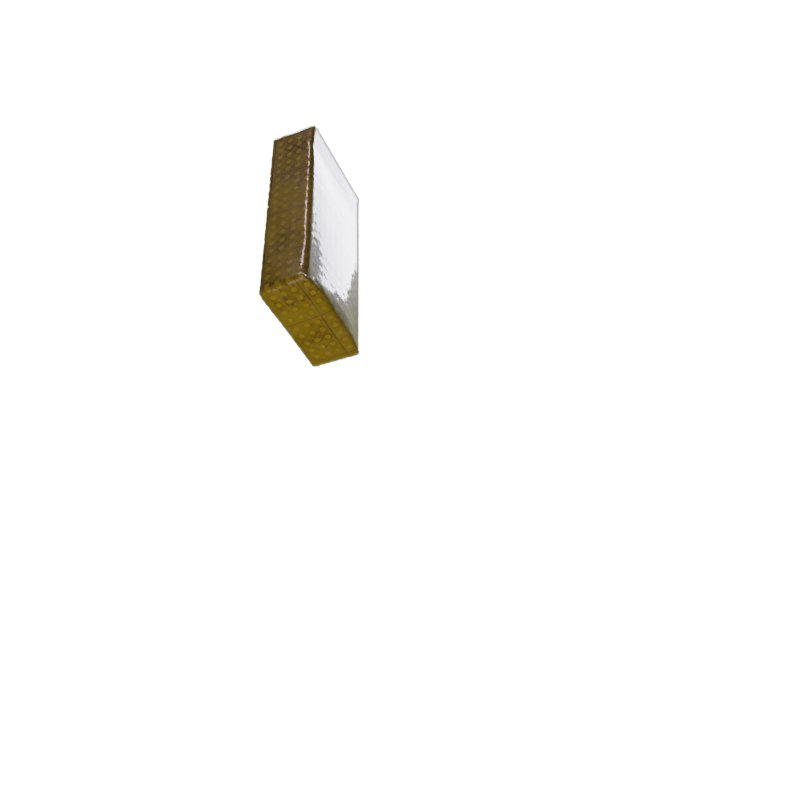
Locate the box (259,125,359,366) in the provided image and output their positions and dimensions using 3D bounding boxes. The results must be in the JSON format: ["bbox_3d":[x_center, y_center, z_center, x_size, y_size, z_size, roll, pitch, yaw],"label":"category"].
[{"bbox_3d":[-0.068,-0.124,0.872,0.048,0.189,0.086,-19,-46,15],"label":"box"}]
